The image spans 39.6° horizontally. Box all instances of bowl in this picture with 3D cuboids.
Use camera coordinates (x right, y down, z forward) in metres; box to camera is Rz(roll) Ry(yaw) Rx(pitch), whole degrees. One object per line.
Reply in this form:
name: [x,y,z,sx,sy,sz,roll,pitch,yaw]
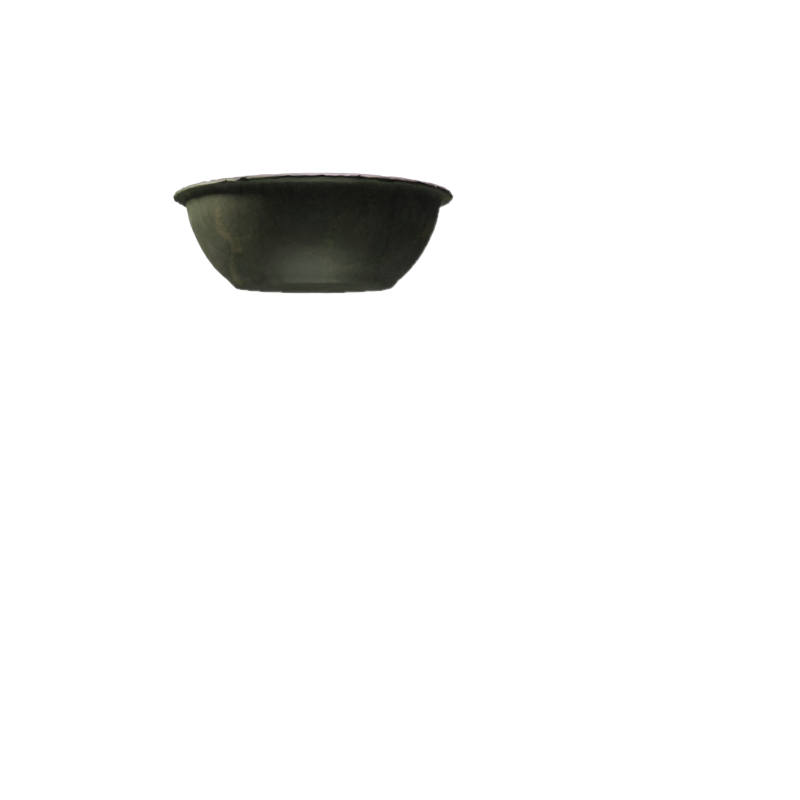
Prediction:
bowl: [-0.050,-0.091,0.641,0.162,0.055,0.162,0,2,-2]
